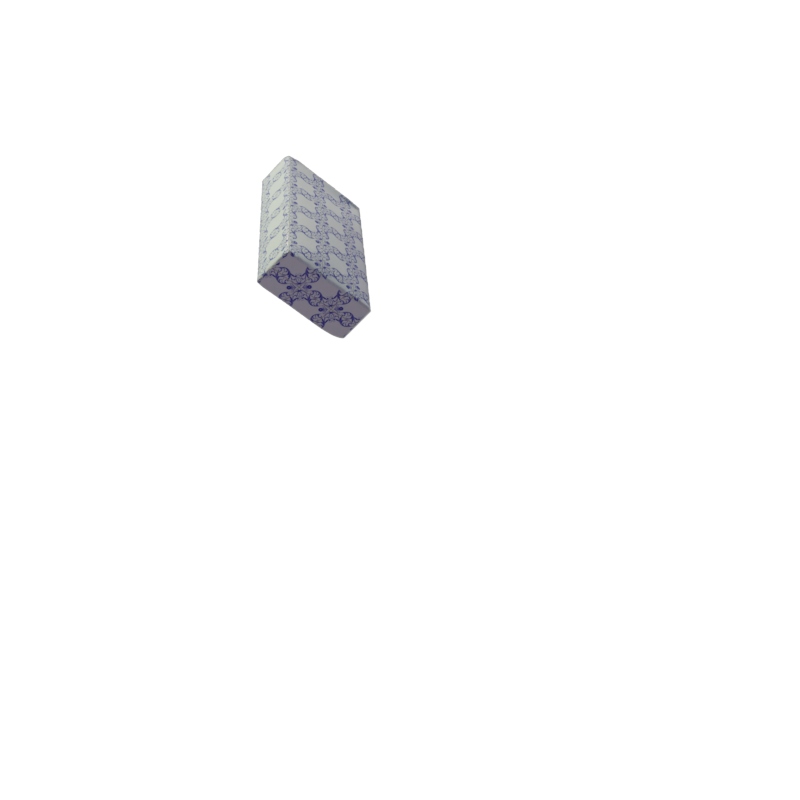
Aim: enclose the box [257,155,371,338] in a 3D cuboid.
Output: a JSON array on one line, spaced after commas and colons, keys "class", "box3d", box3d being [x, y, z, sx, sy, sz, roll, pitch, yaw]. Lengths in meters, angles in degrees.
[{"class": "box", "box3d": [-0.075, -0.138, 0.964, 0.088, 0.047, 0.189, 34, 29, -26]}]
